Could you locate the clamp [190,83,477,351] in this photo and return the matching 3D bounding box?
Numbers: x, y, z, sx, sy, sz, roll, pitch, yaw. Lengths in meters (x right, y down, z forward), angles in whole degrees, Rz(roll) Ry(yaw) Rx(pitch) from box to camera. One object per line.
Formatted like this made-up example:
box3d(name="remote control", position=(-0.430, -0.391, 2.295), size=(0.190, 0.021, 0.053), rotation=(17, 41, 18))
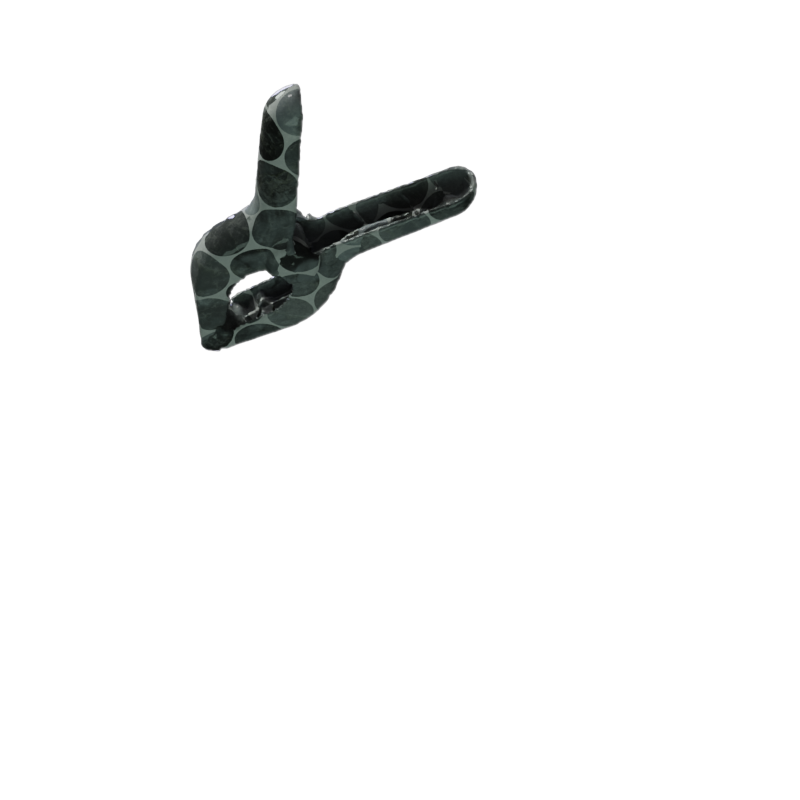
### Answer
box3d(name="clamp", position=(-0.045, -0.081, 0.569), size=(0.115, 0.042, 0.166), rotation=(20, -43, -22))
